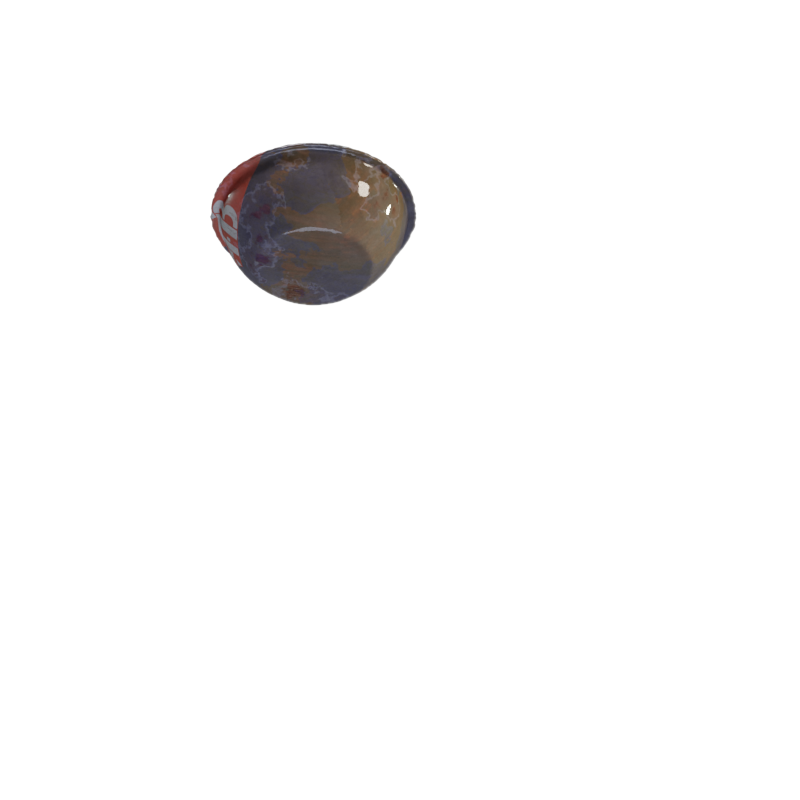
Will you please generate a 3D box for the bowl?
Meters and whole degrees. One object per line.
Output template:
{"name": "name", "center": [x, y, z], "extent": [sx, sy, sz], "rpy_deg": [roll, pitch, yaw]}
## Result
{"name": "bowl", "center": [-0.067, -0.123, 0.858], "extent": [0.162, 0.059, 0.151], "rpy_deg": [1, -37, -2]}
